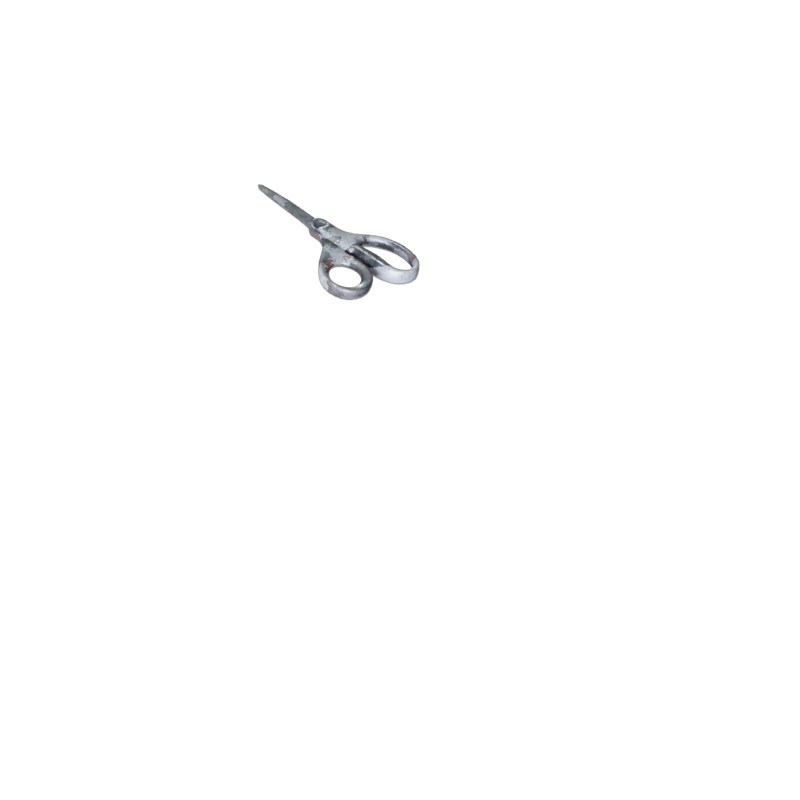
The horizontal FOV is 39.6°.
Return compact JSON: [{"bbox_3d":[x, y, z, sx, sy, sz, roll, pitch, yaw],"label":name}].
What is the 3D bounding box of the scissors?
[{"bbox_3d":[-0.078,-0.142,0.996,0.213,0.015,0.097,26,46,28],"label":"scissors"}]
